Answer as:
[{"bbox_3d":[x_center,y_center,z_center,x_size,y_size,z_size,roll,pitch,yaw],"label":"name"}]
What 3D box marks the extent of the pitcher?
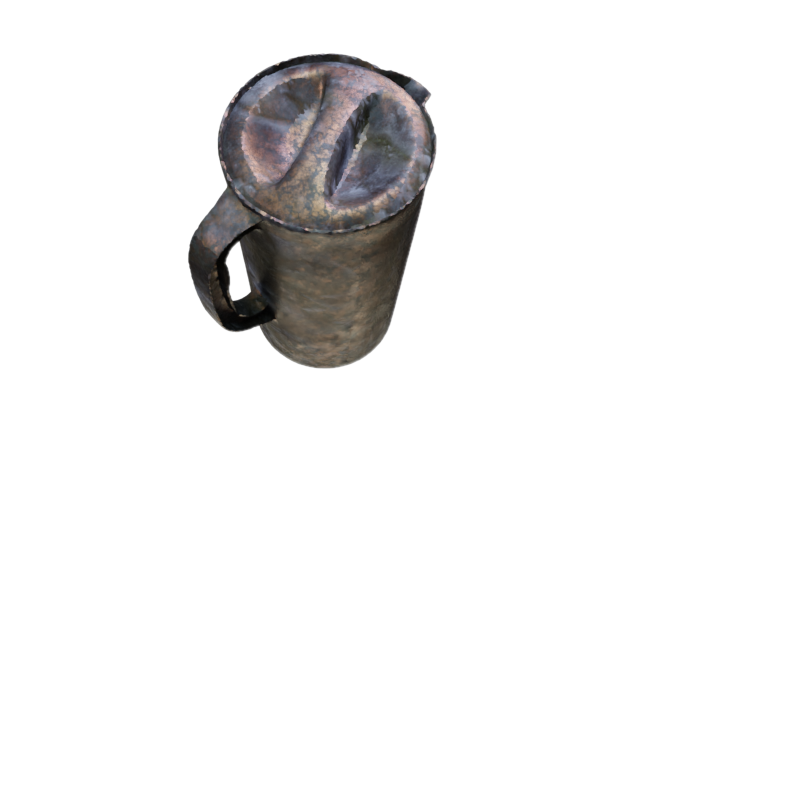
[{"bbox_3d":[-0.060,-0.110,0.769,0.149,0.154,0.229,2,-25,-2],"label":"pitcher"}]
